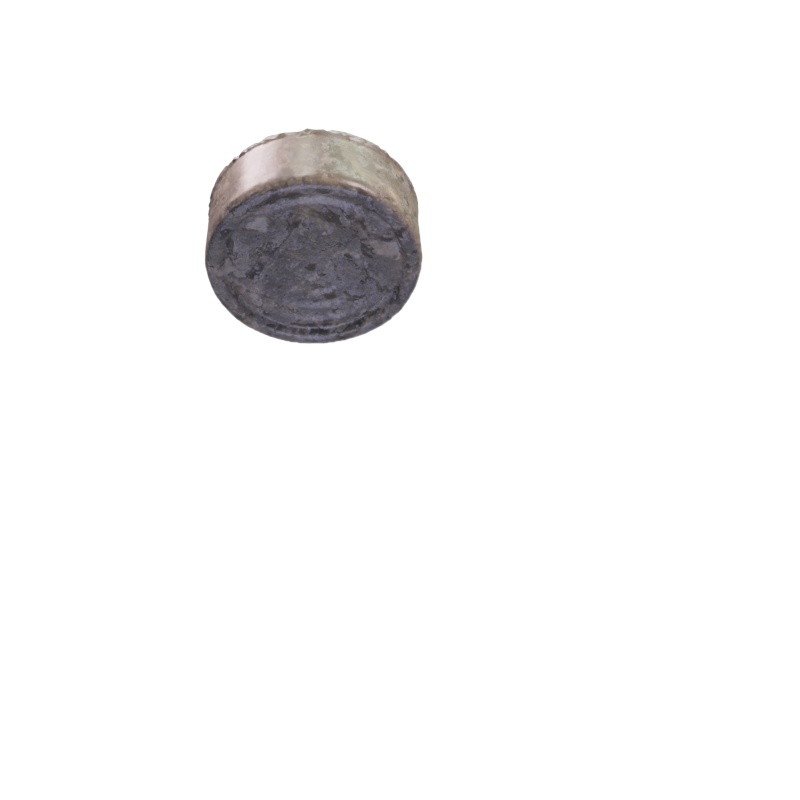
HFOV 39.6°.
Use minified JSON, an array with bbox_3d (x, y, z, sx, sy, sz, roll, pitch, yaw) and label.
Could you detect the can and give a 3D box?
[{"bbox_3d":[-0.034,-0.063,0.440,0.086,0.080,0.036,1,43,-1],"label":"can"}]
